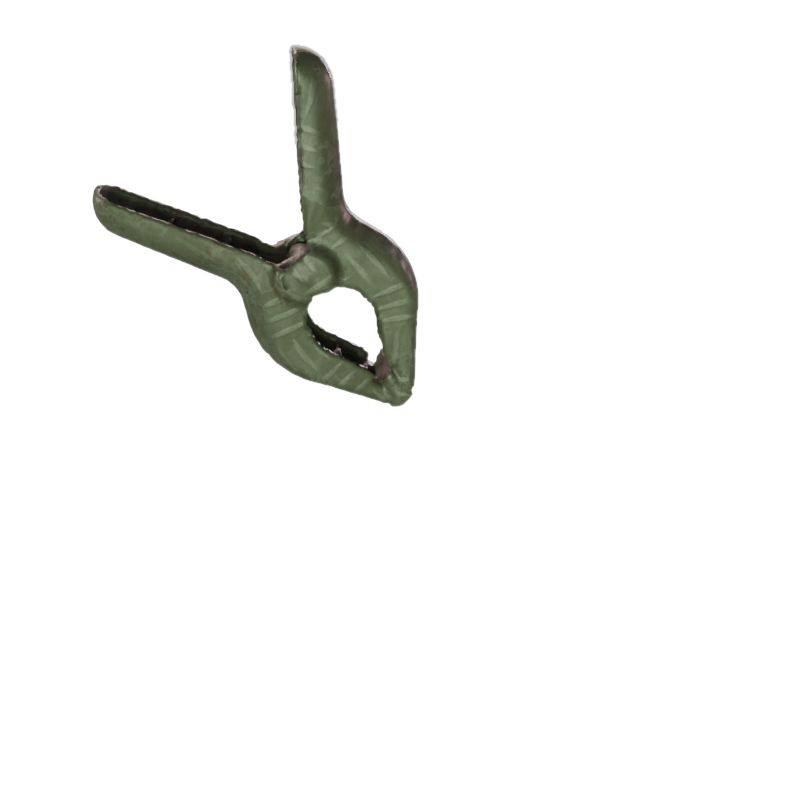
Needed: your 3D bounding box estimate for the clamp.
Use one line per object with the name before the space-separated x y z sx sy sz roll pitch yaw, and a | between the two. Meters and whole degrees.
clamp | -0.039 -0.071 0.501 0.119 0.163 0.042 -39 23 20
